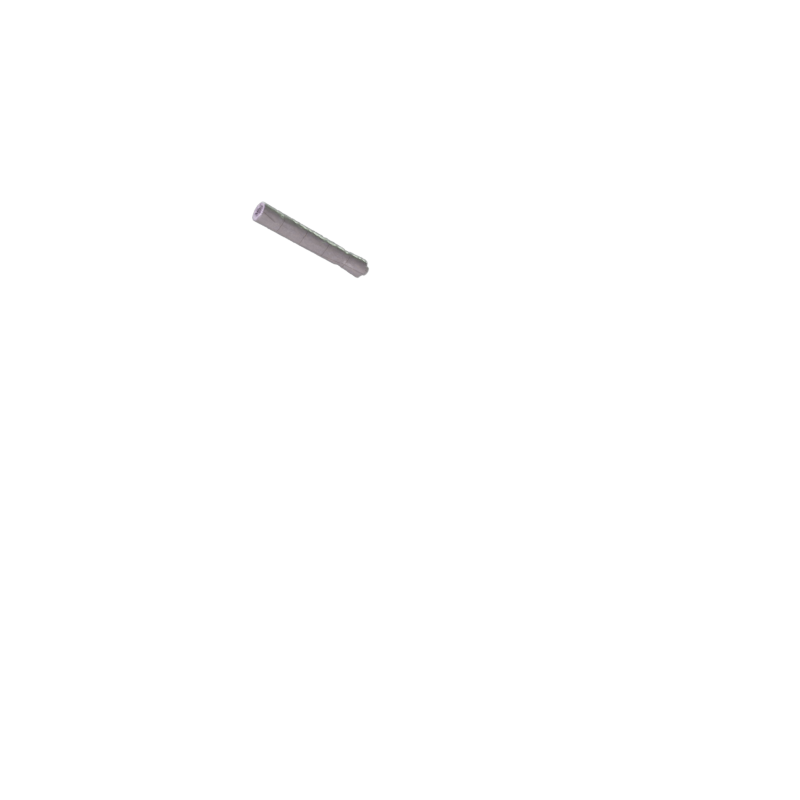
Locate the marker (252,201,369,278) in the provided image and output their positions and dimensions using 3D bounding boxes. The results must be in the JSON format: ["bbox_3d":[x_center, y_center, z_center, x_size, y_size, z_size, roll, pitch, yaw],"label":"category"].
[{"bbox_3d":[-0.077,-0.141,0.987,0.115,0.020,0.020,27,-9,-25],"label":"marker"}]
